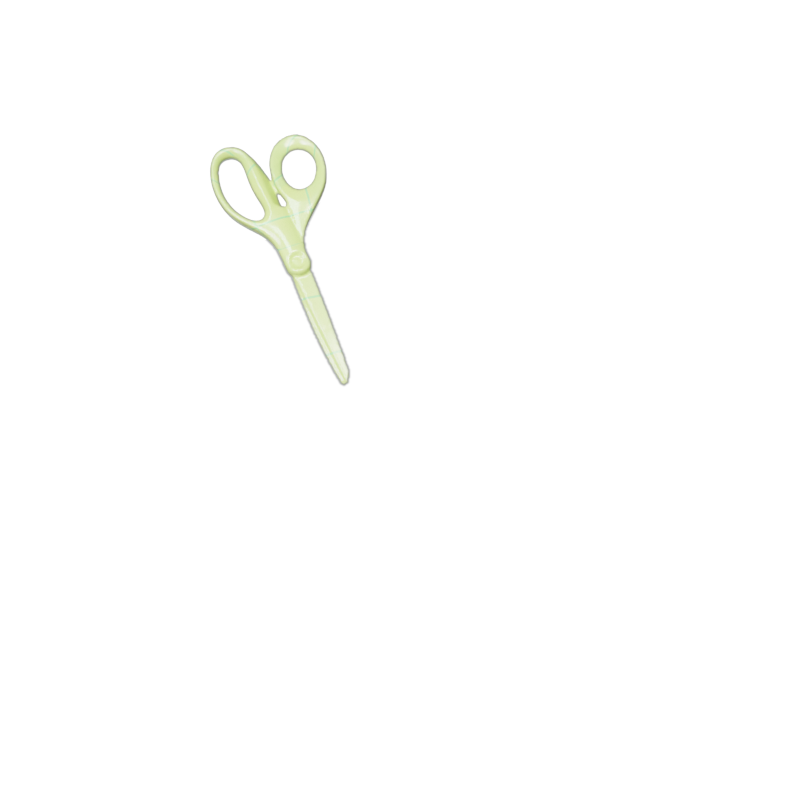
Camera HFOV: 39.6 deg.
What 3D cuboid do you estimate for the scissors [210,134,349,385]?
[{"bbox_3d":[-0.065,-0.118,0.824,0.096,0.210,0.015,-35,-16,-12],"label":"scissors"}]
